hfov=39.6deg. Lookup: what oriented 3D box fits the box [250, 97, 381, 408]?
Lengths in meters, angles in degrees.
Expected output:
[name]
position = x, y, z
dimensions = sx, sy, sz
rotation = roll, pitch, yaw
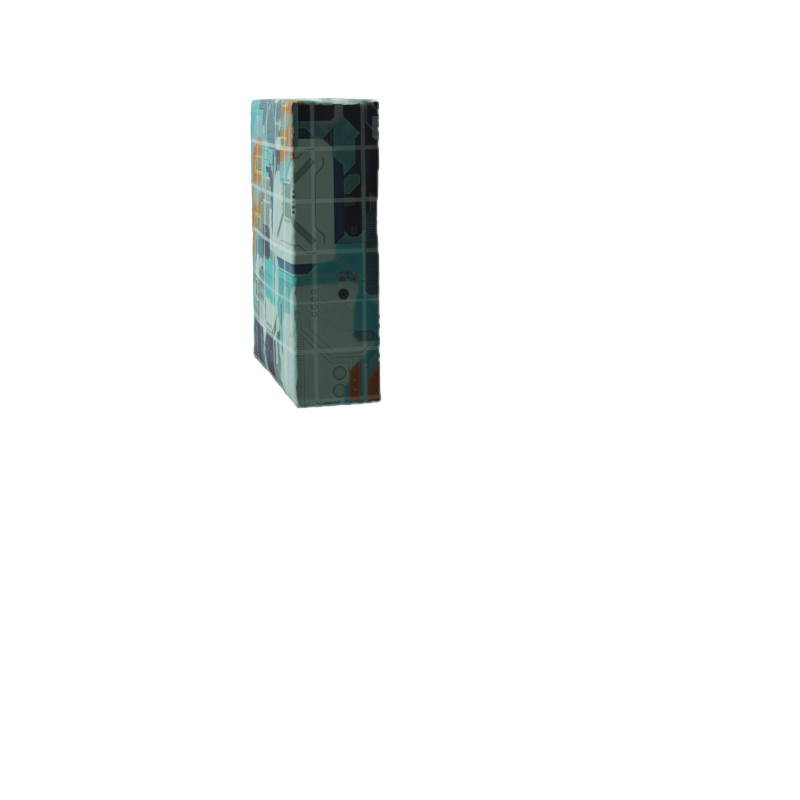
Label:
[box]
position = -0.065, -0.119, 0.835
dimensions = 0.070, 0.210, 0.171
rotation = -2, 11, -16
